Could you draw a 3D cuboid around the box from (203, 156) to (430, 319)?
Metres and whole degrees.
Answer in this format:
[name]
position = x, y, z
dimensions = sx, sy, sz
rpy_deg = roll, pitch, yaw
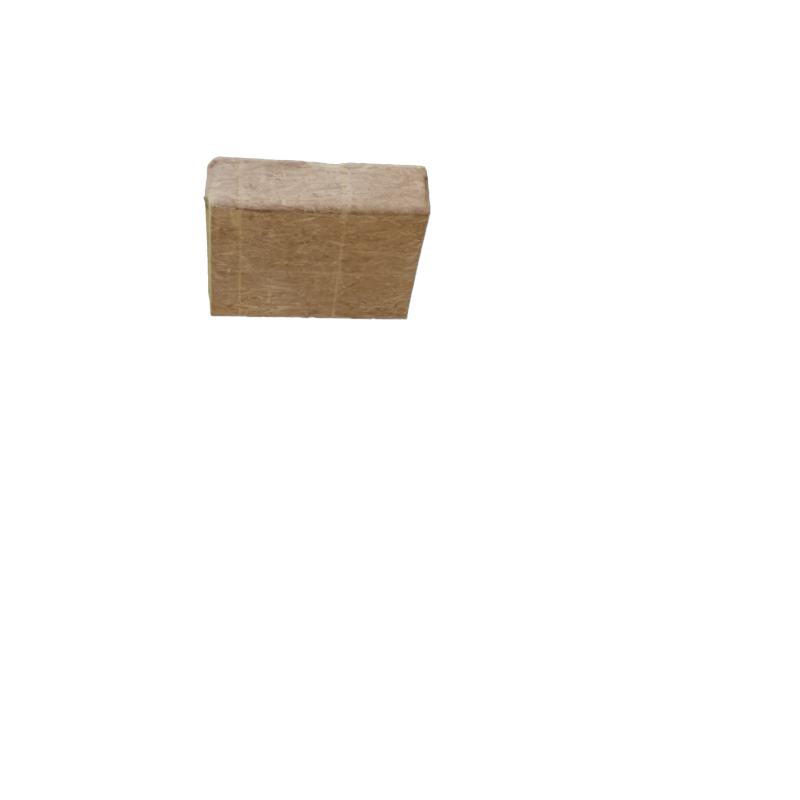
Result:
[box]
position = -0.036, -0.066, 0.464
dimensions = 0.089, 0.032, 0.069
rpy_deg = 2, -34, -4
